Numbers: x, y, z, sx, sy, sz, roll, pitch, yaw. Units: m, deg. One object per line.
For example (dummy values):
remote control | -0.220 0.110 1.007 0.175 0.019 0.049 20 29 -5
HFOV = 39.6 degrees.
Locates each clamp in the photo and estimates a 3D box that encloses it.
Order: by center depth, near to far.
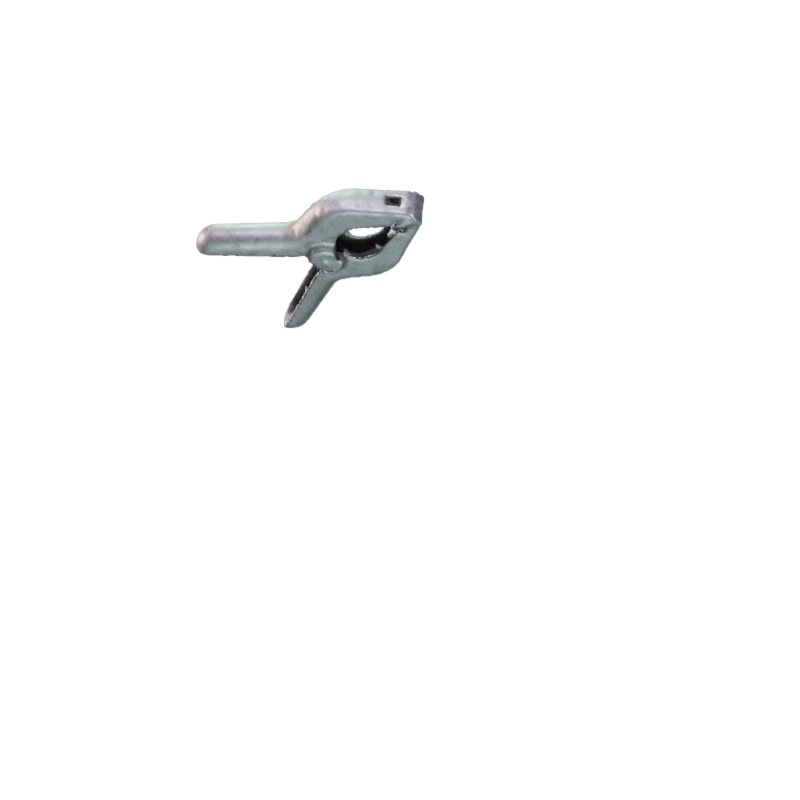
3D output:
clamp | -0.064 -0.117 0.819 0.171 0.042 0.112 -29 -44 34
